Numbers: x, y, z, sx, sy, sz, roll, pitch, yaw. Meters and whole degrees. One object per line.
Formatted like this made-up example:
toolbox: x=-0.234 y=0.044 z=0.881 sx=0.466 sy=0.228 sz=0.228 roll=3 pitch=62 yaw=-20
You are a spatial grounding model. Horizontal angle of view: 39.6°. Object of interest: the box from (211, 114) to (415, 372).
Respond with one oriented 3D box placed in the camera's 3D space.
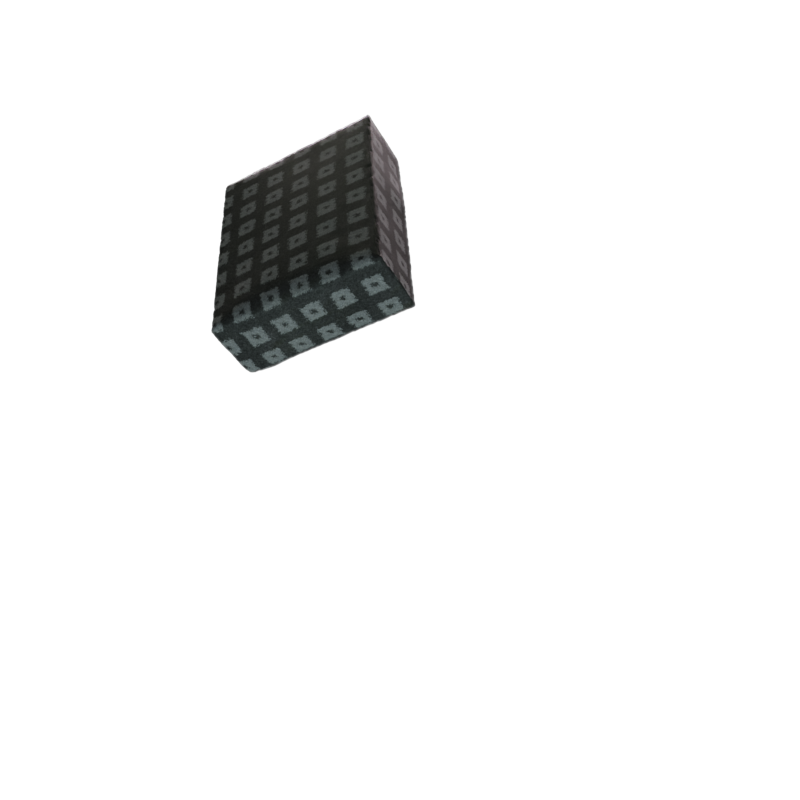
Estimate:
box: x=-0.078 y=-0.143 z=0.999 sx=0.165 sy=0.229 sz=0.067 roll=-23 pitch=-50 yaw=17
